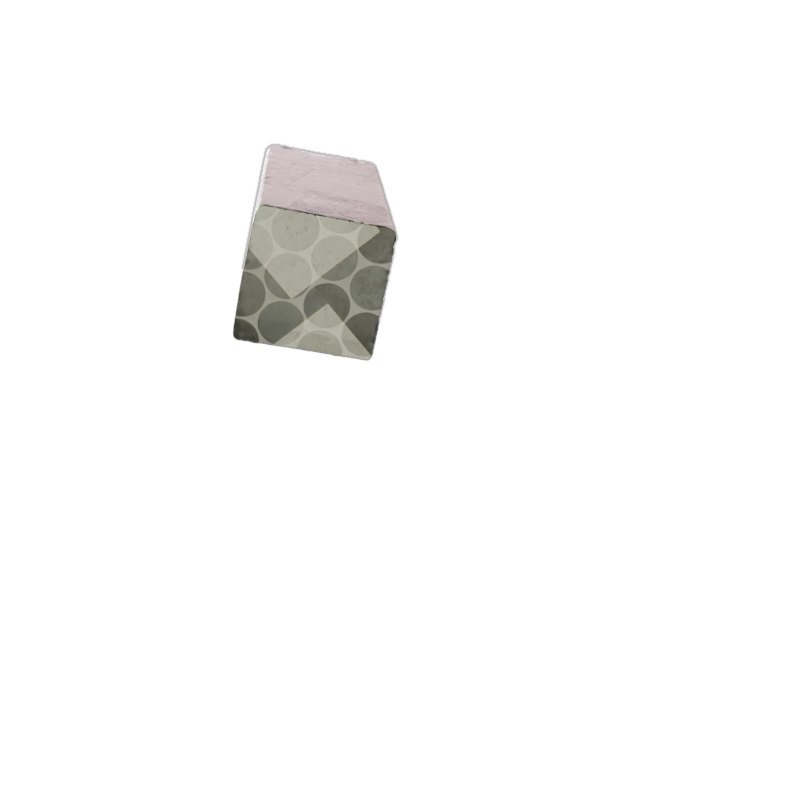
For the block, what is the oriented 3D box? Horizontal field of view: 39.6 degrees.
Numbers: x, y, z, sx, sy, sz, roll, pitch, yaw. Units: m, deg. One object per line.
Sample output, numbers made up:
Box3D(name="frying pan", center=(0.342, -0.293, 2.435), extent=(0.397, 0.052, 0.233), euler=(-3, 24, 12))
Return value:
Box3D(name="block", center=(-0.061, -0.112, 0.782), extent=(0.090, 0.087, 0.215), euler=(9, 20, -7))
